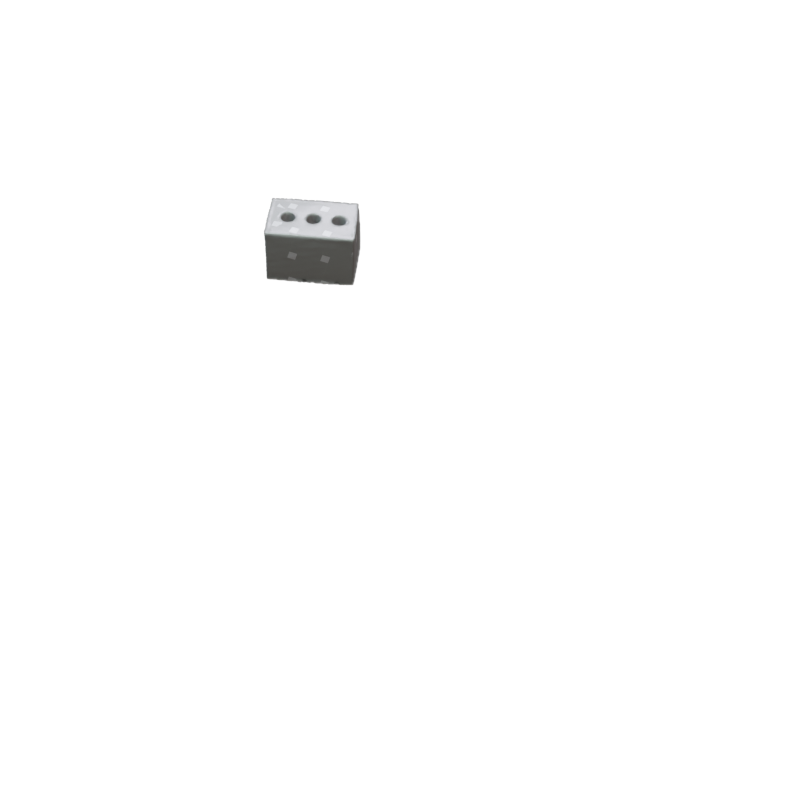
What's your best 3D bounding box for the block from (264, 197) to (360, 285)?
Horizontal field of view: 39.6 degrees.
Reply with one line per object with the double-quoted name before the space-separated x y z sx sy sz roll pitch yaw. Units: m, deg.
"block" -0.074 -0.136 0.951 0.078 0.048 0.056 4 42 3
